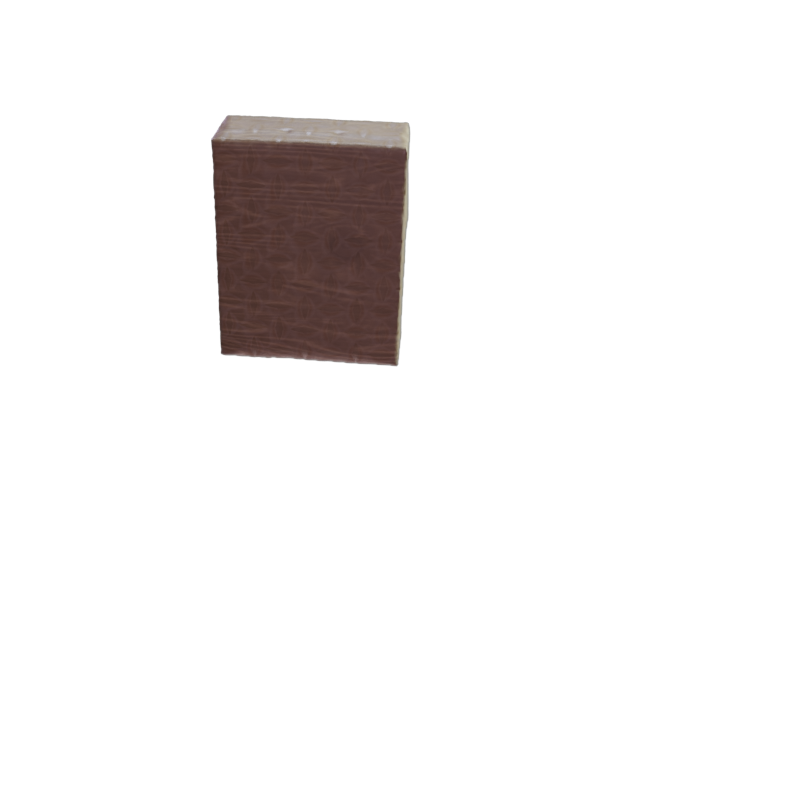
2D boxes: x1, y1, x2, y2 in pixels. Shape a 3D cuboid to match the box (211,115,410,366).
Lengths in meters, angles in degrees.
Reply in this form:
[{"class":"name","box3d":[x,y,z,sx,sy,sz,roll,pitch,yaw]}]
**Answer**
[{"class":"box","box3d":[-0.077,-0.140,0.978,0.165,0.201,0.076,4,29,5]}]
